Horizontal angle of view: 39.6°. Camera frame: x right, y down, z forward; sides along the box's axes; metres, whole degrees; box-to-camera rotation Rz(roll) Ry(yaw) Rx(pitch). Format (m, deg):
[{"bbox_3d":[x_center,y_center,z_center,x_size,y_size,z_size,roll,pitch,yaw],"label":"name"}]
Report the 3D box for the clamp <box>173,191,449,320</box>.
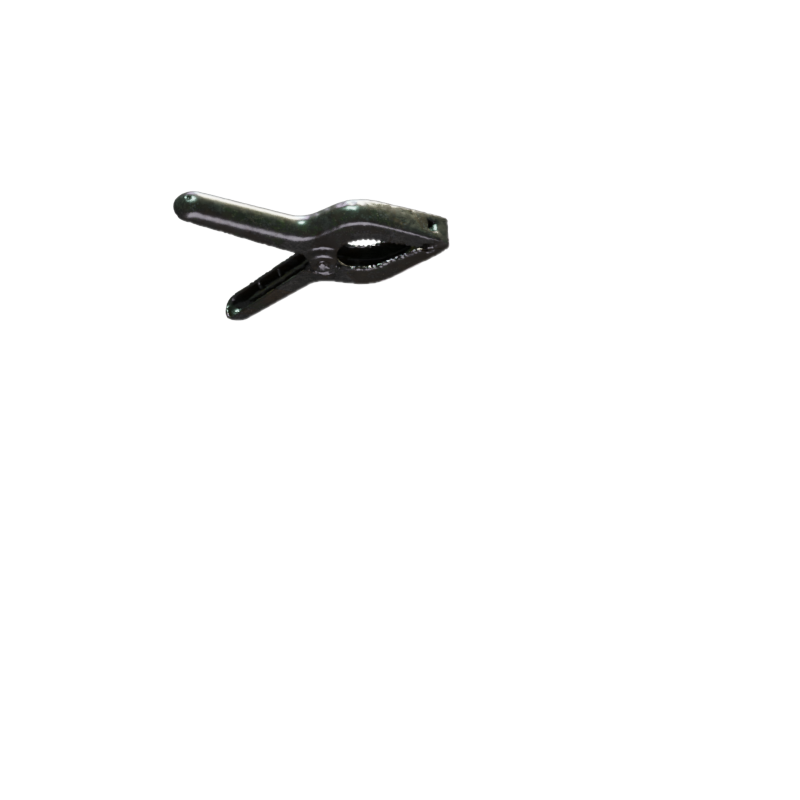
[{"bbox_3d":[-0.069,-0.126,0.882,0.213,0.039,0.152,-8,-30,14],"label":"clamp"}]
